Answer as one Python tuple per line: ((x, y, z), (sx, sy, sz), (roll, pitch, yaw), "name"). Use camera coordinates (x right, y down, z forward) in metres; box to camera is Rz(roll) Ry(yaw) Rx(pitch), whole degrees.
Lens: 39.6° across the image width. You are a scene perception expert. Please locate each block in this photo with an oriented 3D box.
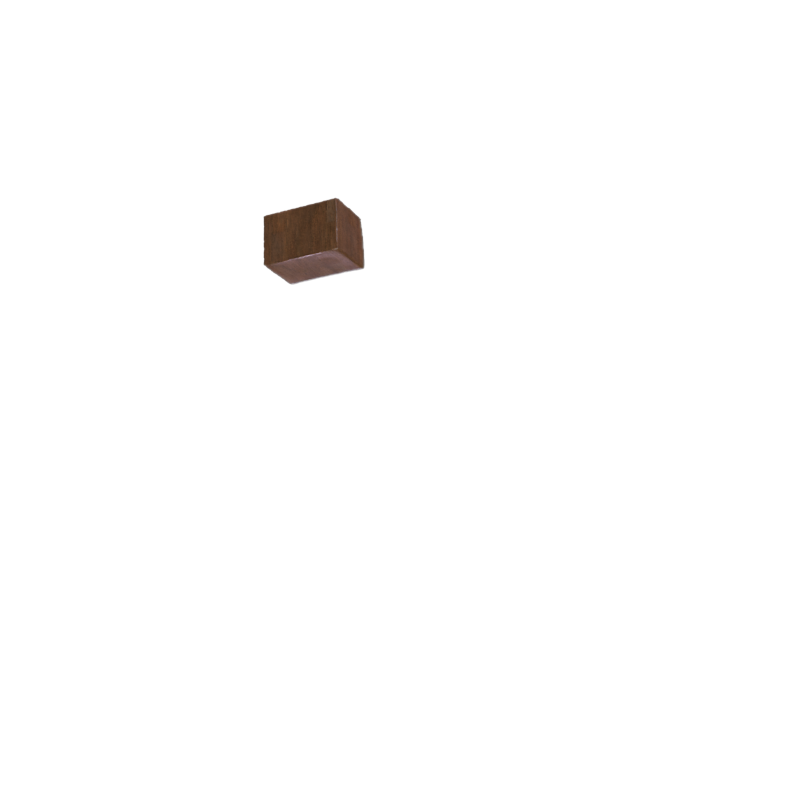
((-0.078, -0.143, 1.000), (0.079, 0.054, 0.049), (-10, -23, 24), "block")
